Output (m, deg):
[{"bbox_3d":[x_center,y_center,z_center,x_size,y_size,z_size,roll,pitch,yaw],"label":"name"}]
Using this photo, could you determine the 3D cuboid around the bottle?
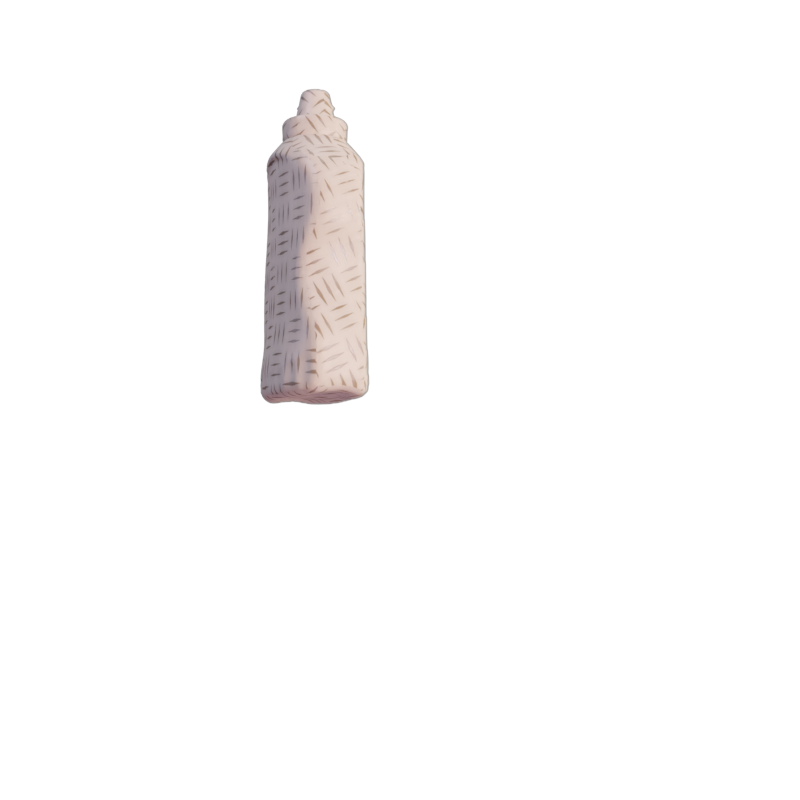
[{"bbox_3d":[-0.052,-0.096,0.674,0.057,0.197,0.096,4,-12,-20],"label":"bottle"}]
